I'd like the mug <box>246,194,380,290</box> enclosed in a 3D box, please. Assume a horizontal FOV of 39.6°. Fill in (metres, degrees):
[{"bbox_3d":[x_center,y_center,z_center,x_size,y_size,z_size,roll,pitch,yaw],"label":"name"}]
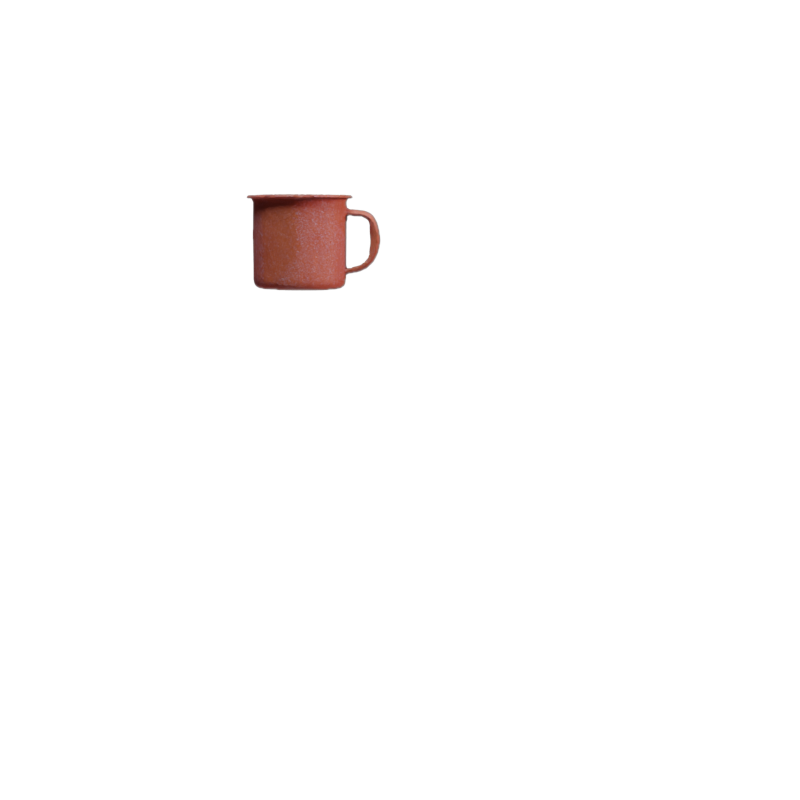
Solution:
[{"bbox_3d":[-0.076,-0.139,0.970,0.118,0.081,0.094,1,6,4],"label":"mug"}]
